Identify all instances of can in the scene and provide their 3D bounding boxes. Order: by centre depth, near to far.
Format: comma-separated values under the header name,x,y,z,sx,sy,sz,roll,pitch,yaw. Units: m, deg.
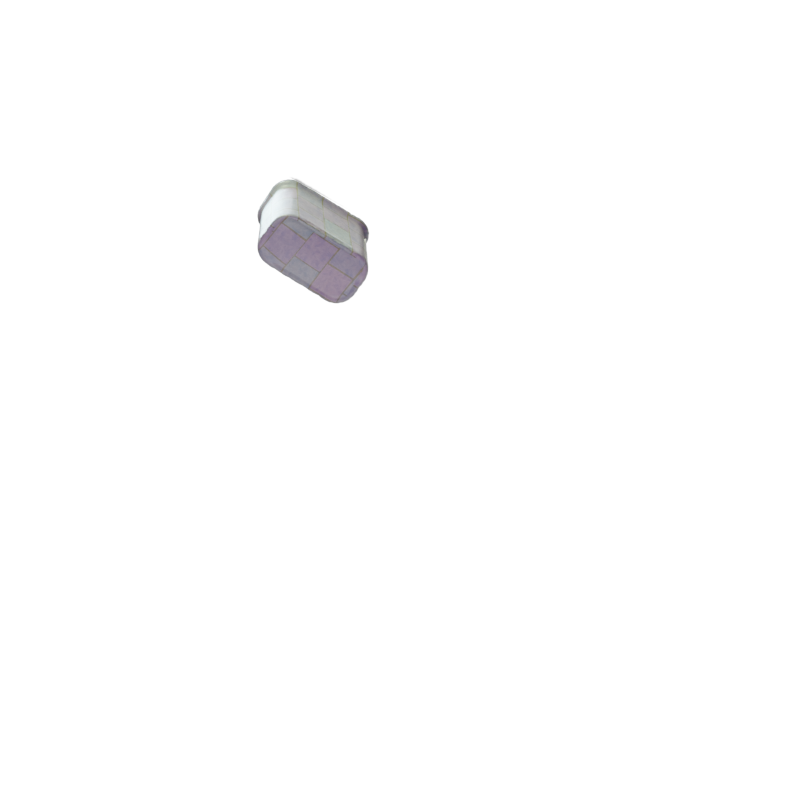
name,x,y,z,sx,sy,sz,roll,pitch,yaw
can,-0.077,-0.140,0.981,0.099,0.056,0.088,30,22,-15
